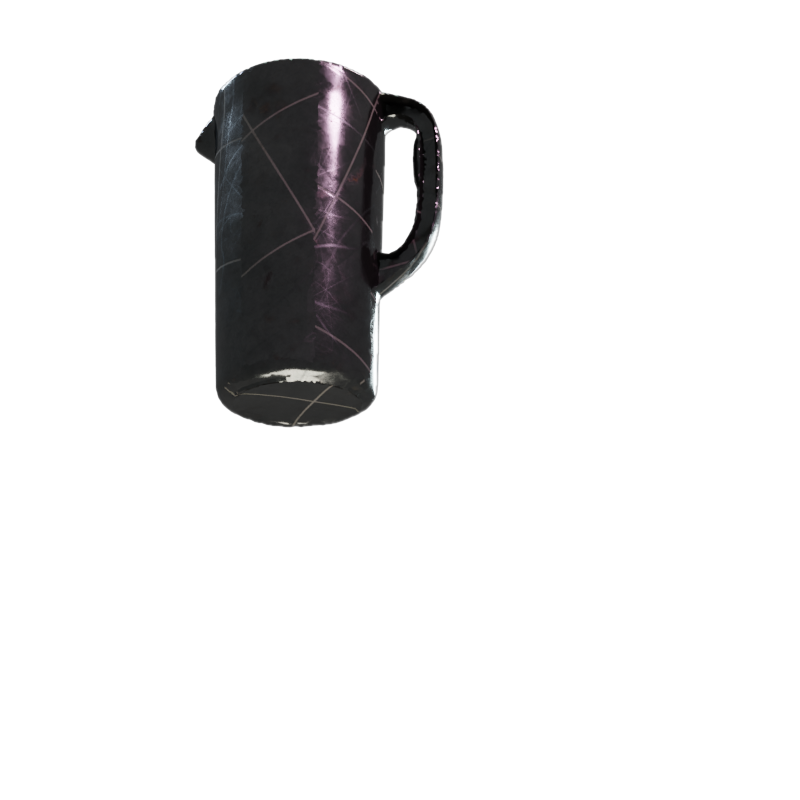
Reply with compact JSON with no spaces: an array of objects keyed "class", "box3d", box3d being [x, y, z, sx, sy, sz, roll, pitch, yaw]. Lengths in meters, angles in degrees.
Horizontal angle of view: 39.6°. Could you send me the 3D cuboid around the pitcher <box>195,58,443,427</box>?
[{"class":"pitcher","box3d":[-0.062,-0.112,0.786,0.138,0.258,0.147,14,-30,-30]}]
